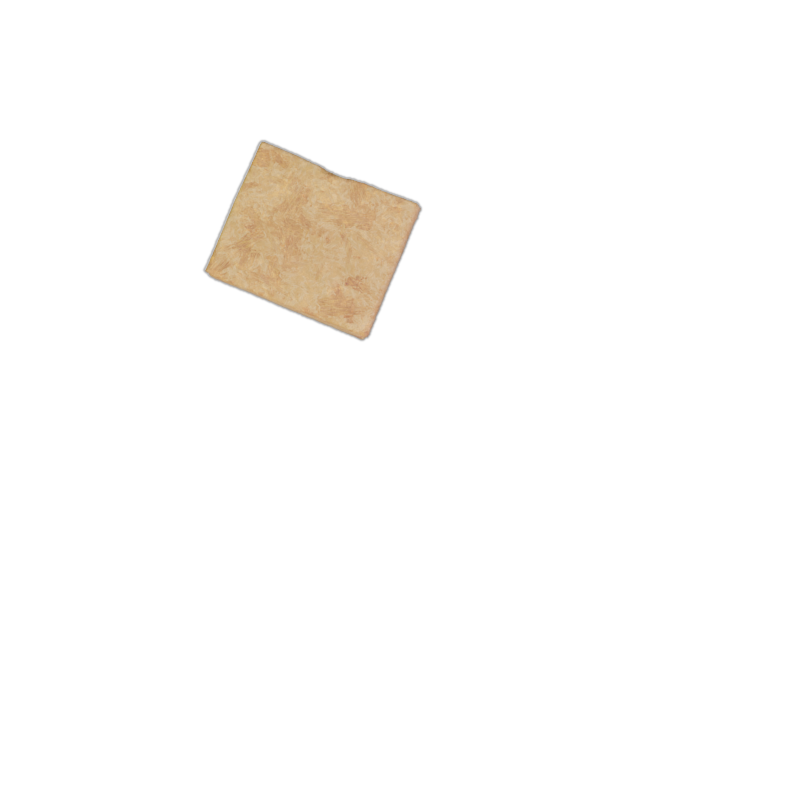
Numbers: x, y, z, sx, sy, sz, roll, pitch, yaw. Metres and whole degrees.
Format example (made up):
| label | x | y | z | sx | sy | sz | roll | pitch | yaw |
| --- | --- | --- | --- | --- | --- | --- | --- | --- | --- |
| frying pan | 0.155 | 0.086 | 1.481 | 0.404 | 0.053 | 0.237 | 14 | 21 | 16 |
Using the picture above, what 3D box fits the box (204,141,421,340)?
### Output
| label | x | y | z | sx | sy | sz | roll | pitch | yaw |
| --- | --- | --- | --- | --- | --- | --- | --- | --- | --- |
| box | -0.044 | -0.080 | 0.562 | 0.090 | 0.074 | 0.030 | 22 | -6 | 2 |
